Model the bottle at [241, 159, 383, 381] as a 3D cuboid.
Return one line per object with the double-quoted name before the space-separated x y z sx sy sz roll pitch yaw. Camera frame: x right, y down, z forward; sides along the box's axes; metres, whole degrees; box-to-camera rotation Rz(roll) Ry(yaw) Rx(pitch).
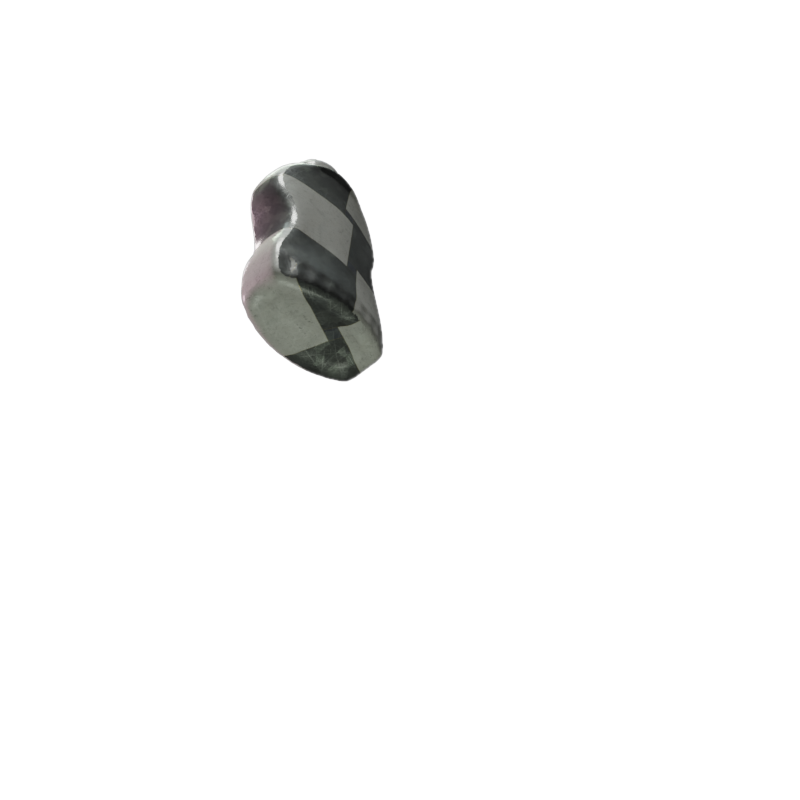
"bottle" -0.058 -0.105 0.739 0.091 0.205 0.058 35 -60 -28
